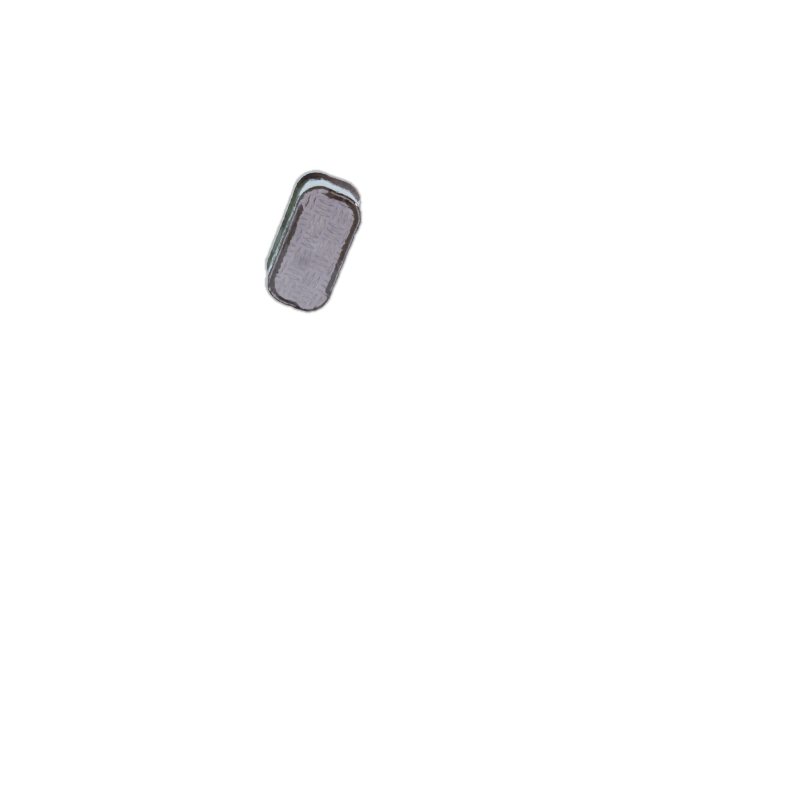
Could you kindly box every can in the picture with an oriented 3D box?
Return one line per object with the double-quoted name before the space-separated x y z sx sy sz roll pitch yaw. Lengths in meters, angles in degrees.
"can" -0.069 -0.126 0.881 0.057 0.100 0.086 21 11 -8
